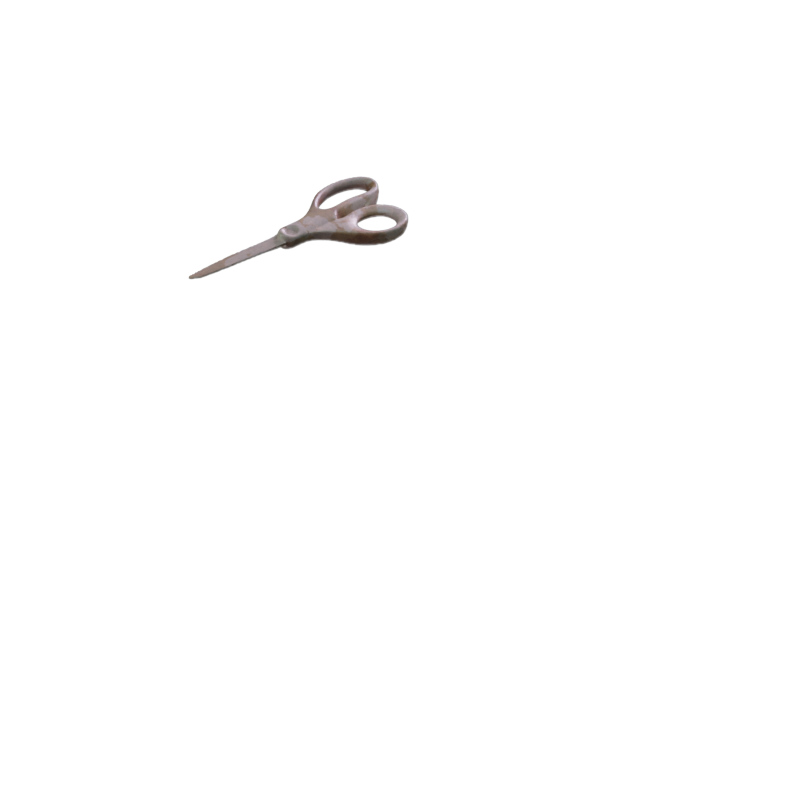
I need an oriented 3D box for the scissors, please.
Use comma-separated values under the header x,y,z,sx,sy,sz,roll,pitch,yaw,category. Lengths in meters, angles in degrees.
x,y,z,sx,sy,sz,roll,pitch,yaw,category
-0.072,-0.132,0.922,0.102,0.015,0.205,25,47,26,scissors
